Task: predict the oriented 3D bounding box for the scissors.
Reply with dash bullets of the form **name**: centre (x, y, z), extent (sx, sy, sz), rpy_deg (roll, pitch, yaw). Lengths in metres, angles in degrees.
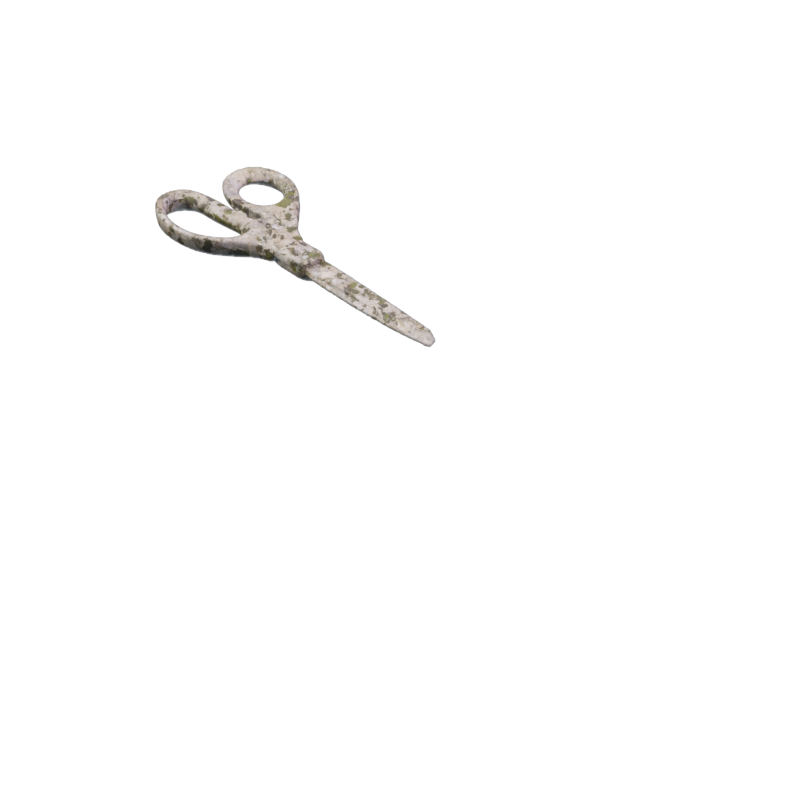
- **scissors**: centre (-0.051, -0.092, 0.647), extent (0.211, 0.015, 0.098), rpy_deg (22, 45, 23)
